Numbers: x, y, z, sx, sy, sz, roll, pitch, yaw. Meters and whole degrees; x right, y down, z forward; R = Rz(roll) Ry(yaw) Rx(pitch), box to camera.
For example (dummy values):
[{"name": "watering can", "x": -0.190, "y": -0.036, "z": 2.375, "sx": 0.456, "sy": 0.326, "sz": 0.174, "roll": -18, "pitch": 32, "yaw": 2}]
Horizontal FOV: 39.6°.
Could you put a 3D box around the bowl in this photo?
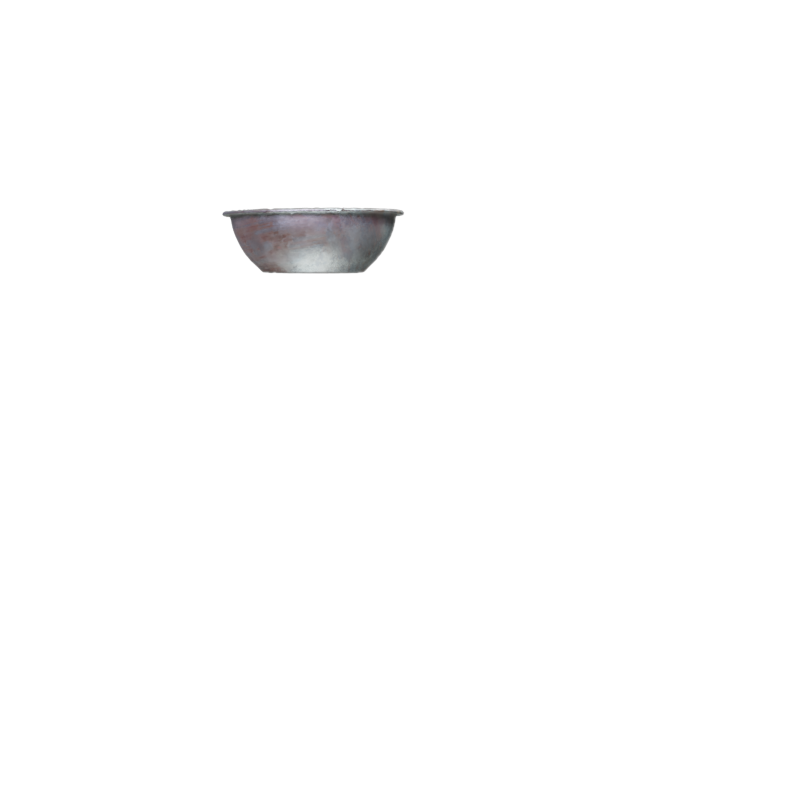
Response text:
[{"name": "bowl", "x": -0.077, "y": -0.141, "z": 0.985, "sx": 0.162, "sy": 0.055, "sz": 0.164, "roll": 0, "pitch": 7, "yaw": -2}]
